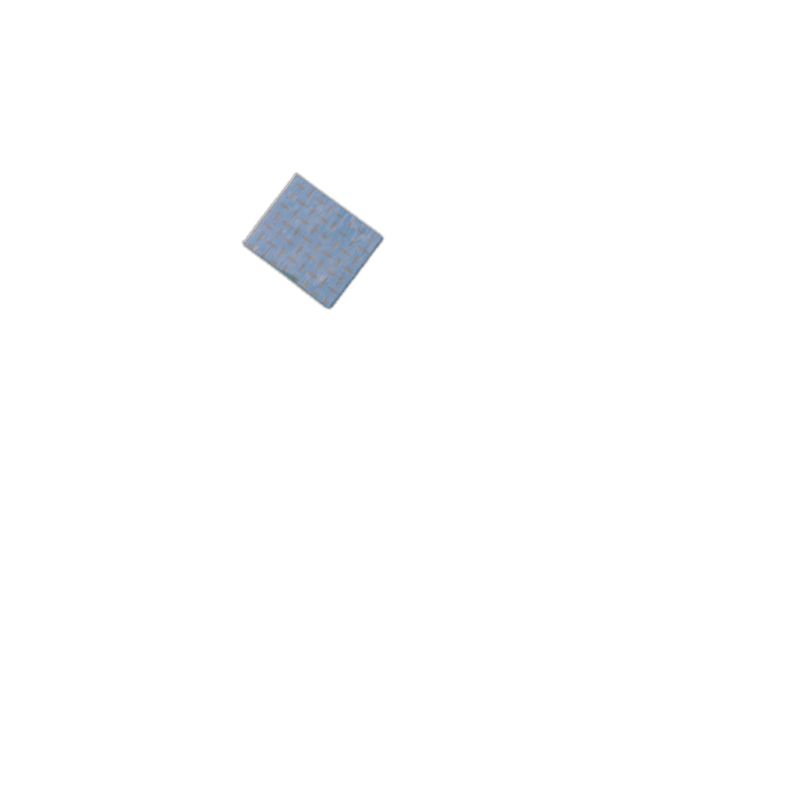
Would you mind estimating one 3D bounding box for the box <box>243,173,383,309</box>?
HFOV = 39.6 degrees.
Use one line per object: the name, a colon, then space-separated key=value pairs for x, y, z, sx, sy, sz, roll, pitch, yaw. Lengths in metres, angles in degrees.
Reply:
box: x=-0.071 y=-0.128 z=0.899 sx=0.090 sy=0.073 sz=0.030 roll=37 pitch=-2 yaw=1
